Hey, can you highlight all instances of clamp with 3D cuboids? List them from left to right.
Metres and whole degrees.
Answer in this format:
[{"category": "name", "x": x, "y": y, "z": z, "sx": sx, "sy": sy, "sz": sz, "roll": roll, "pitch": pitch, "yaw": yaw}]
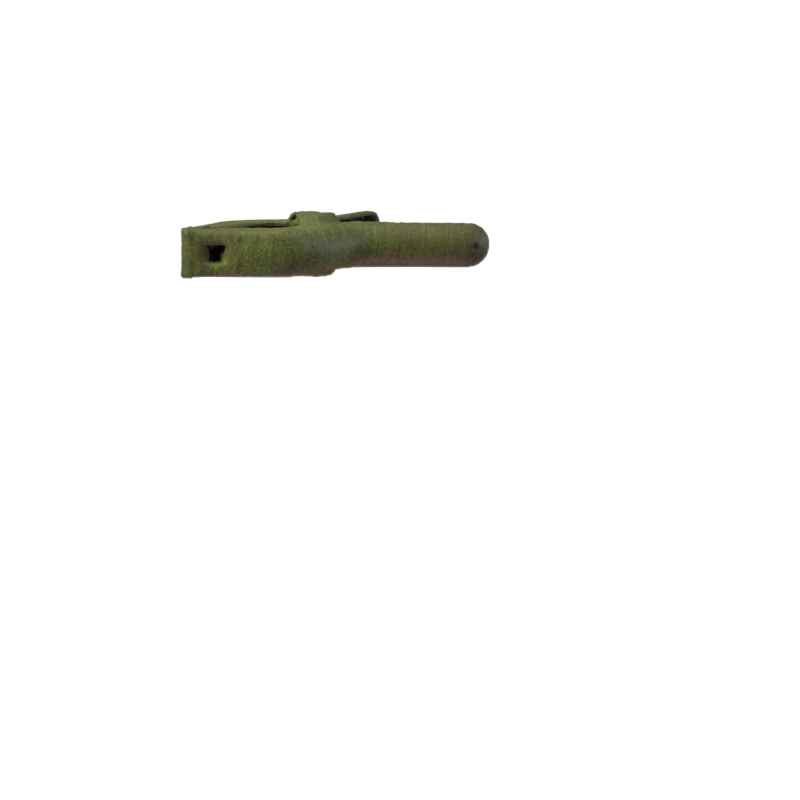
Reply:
[{"category": "clamp", "x": -0.050, "y": -0.091, "z": 0.636, "sx": 0.167, "sy": 0.039, "sz": 0.125, "roll": -4, "pitch": 8, "yaw": -25}]
